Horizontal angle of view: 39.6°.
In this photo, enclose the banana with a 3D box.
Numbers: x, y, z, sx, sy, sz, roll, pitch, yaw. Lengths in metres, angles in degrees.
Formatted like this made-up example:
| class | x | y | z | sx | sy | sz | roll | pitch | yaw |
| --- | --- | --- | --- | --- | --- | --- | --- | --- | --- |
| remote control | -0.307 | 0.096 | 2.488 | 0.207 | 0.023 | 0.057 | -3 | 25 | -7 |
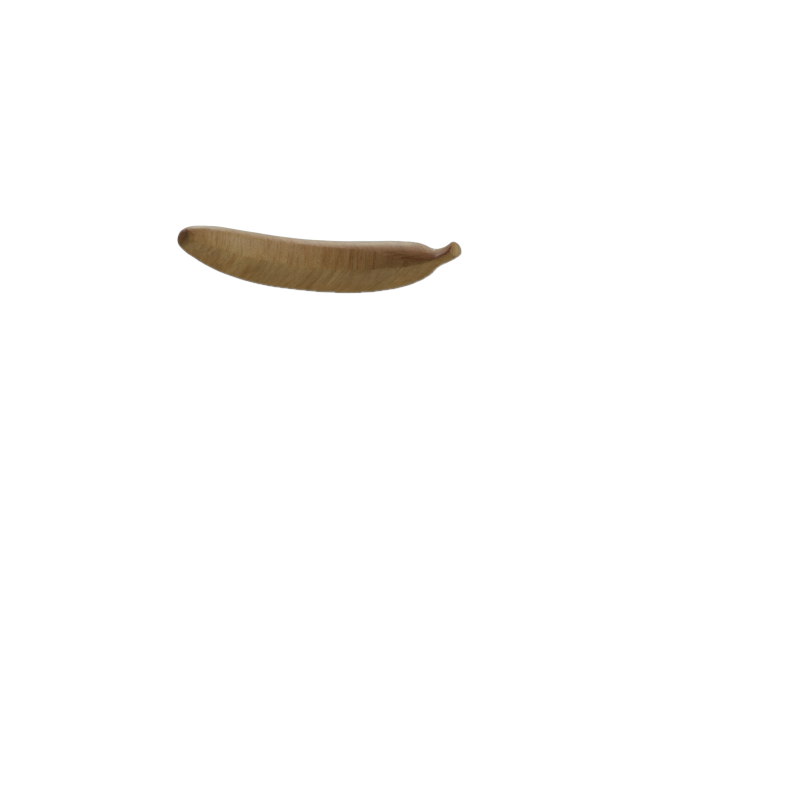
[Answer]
| class | x | y | z | sx | sy | sz | roll | pitch | yaw |
| --- | --- | --- | --- | --- | --- | --- | --- | --- | --- |
| banana | -0.059 | -0.104 | 0.800 | 0.197 | 0.039 | 0.066 | 1 | -28 | -2 |
